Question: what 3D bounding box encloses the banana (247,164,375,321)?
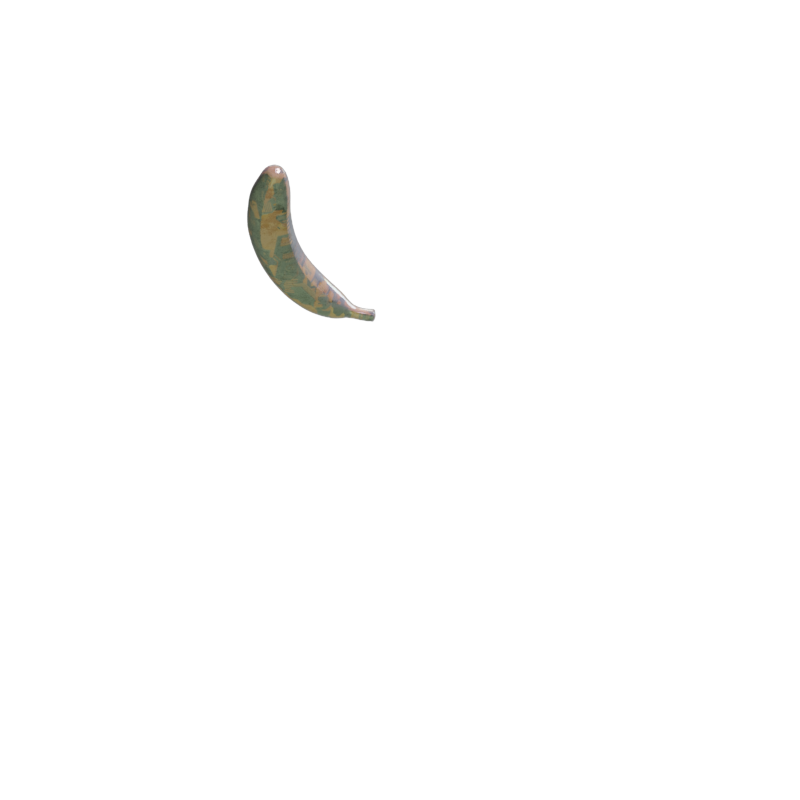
[{"bbox_3d":[-0.089,-0.127,0.945,0.070,0.039,0.182,-16,-41,18],"label":"banana"}]
